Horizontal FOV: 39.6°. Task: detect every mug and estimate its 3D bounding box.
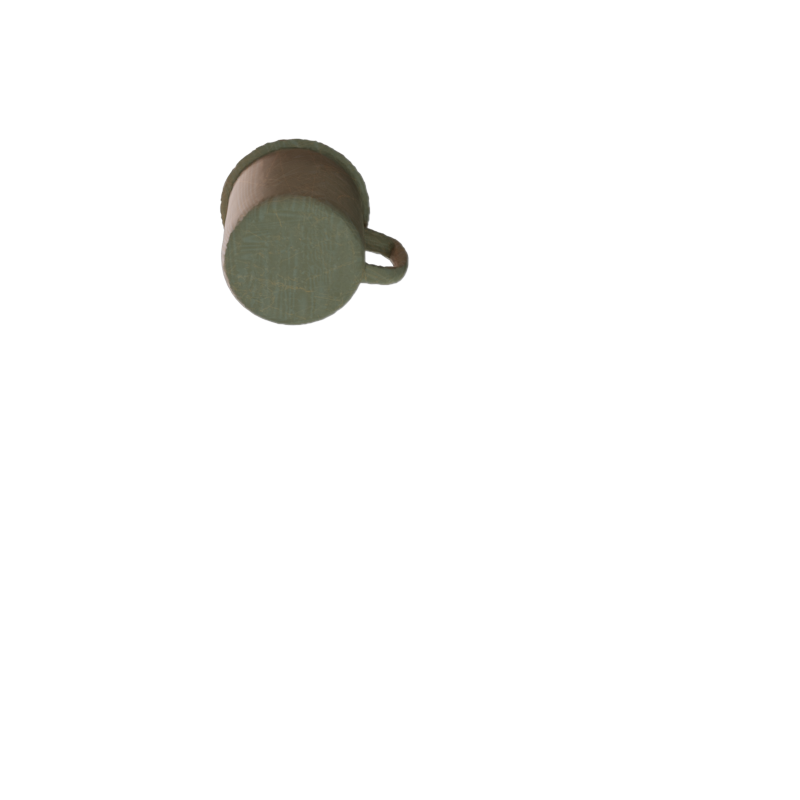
[{"bbox_3d":[-0.051,-0.093,0.653,0.115,0.090,0.086,18,26,-11],"label":"mug"}]
